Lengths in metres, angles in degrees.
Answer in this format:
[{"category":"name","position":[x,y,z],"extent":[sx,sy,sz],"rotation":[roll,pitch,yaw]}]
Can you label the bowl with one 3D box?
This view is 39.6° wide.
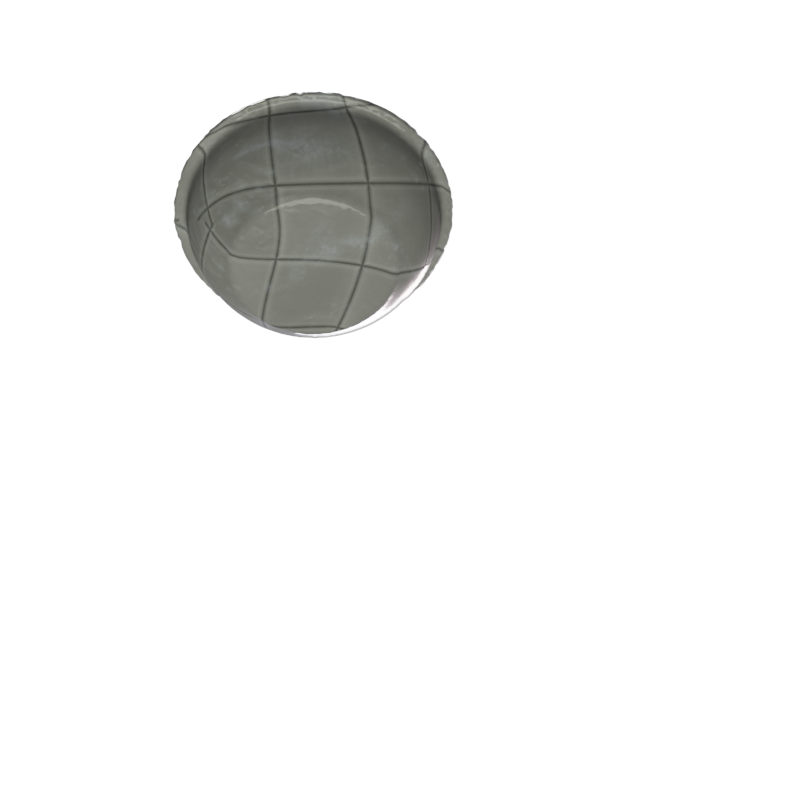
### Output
[{"category":"bowl","position":[-0.049,-0.089,0.622],"extent":[0.162,0.152,0.059],"rotation":[1,37,-1]}]
